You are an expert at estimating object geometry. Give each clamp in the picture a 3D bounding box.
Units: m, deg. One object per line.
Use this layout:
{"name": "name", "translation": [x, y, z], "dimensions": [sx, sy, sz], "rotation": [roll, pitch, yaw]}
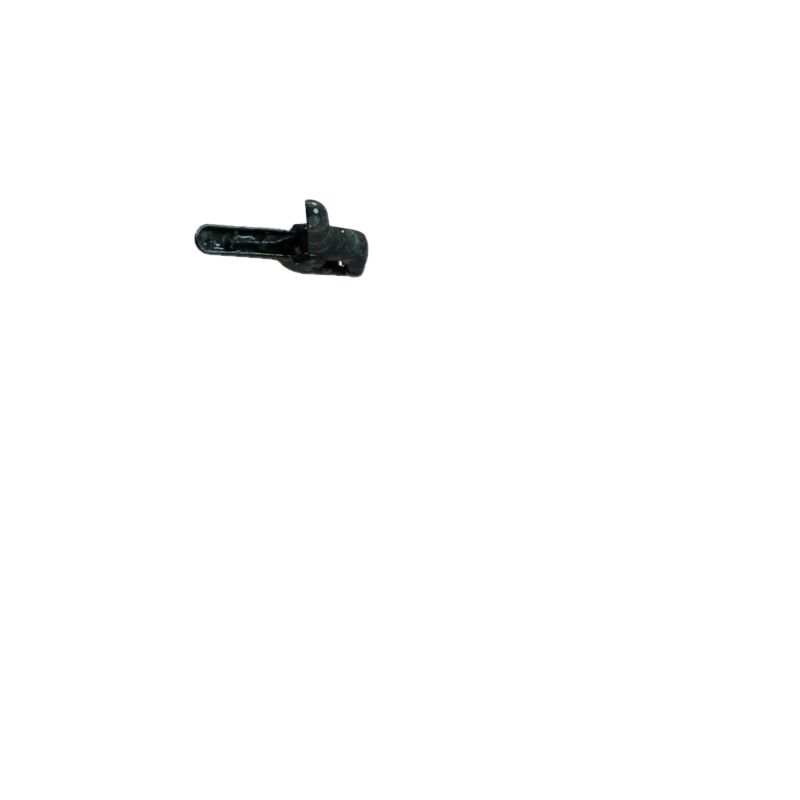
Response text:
{"name": "clamp", "translation": [-0.072, -0.131, 0.921], "dimensions": [0.124, 0.040, 0.163], "rotation": [-2, -3, 39]}
